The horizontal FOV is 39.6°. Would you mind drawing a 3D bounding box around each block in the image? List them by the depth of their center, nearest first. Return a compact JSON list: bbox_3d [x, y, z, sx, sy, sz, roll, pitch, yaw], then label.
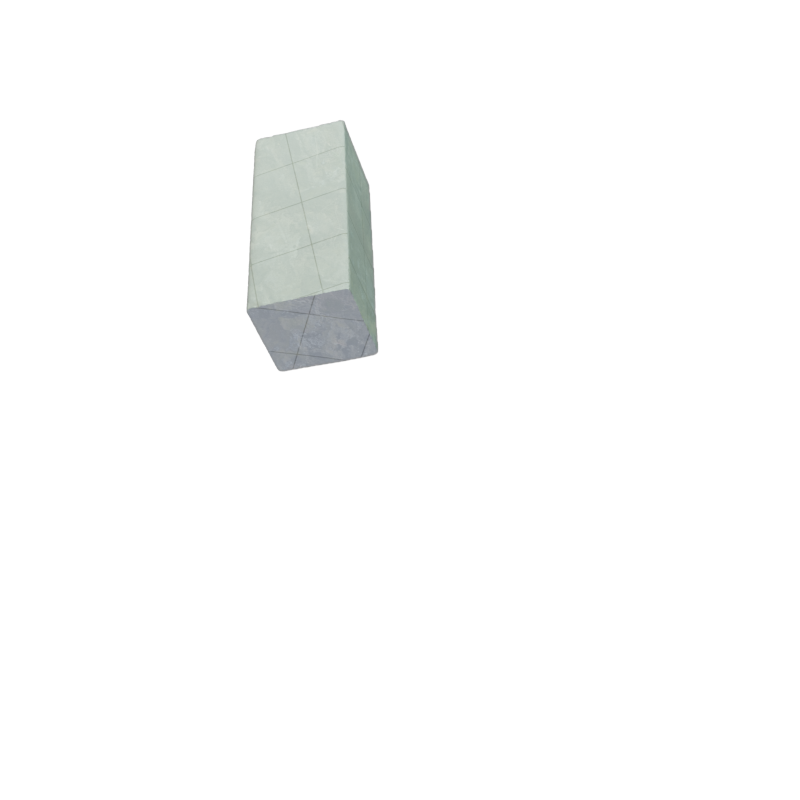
[{"bbox_3d":[-0.077,-0.139,0.978,0.091,0.221,0.084,-12,-41,10],"label":"block"}]
